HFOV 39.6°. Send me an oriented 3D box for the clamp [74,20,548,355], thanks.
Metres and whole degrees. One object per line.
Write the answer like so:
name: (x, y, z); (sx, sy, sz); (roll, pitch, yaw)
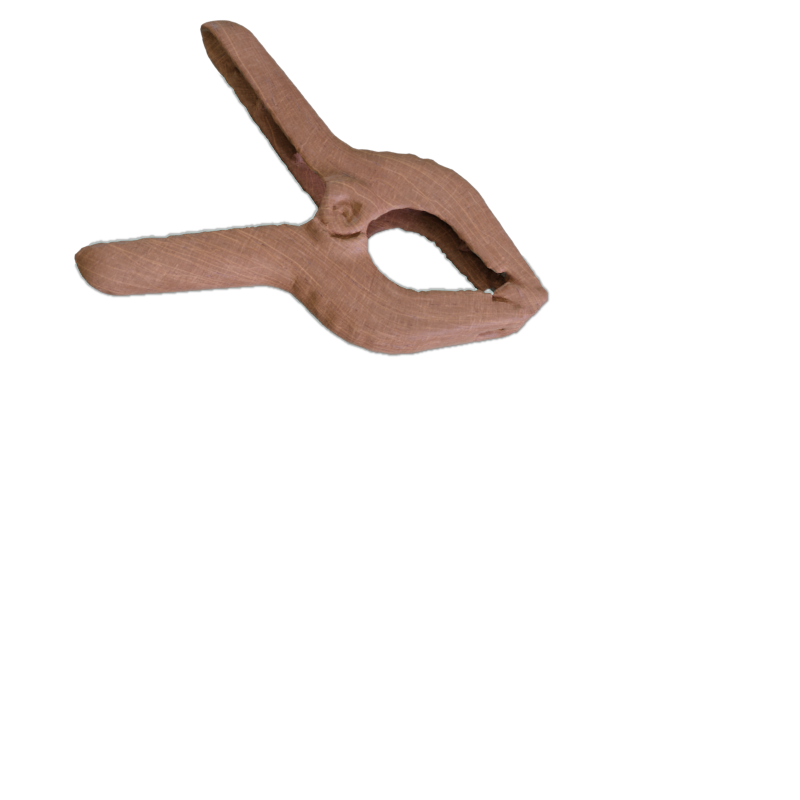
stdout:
clamp: (-0.033, -0.060, 0.419); (0.175, 0.122, 0.038); (32, -12, 8)
